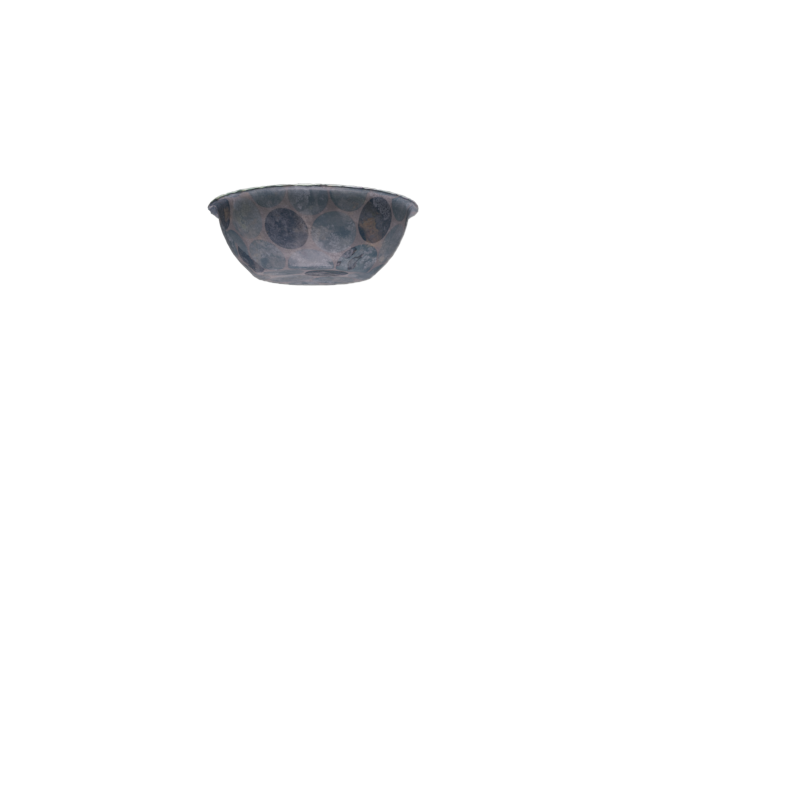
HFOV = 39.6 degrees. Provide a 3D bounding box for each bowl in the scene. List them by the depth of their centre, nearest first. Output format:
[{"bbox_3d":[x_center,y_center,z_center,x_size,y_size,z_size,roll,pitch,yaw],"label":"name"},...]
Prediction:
[{"bbox_3d":[-0.066,-0.121,0.847,0.162,0.056,0.159,0,-4,-2],"label":"bowl"}]
